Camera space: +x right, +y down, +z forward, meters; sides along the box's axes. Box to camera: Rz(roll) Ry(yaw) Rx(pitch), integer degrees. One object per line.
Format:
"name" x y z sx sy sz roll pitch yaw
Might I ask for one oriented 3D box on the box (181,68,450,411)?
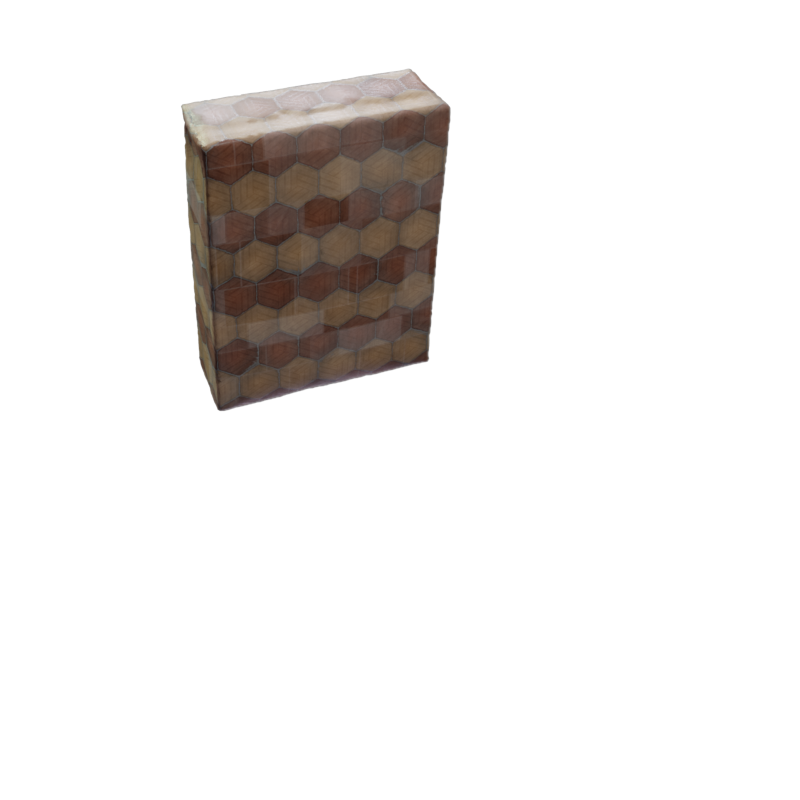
"box" -0.059 -0.108 0.759 0.162 0.200 0.078 -12 39 -18
